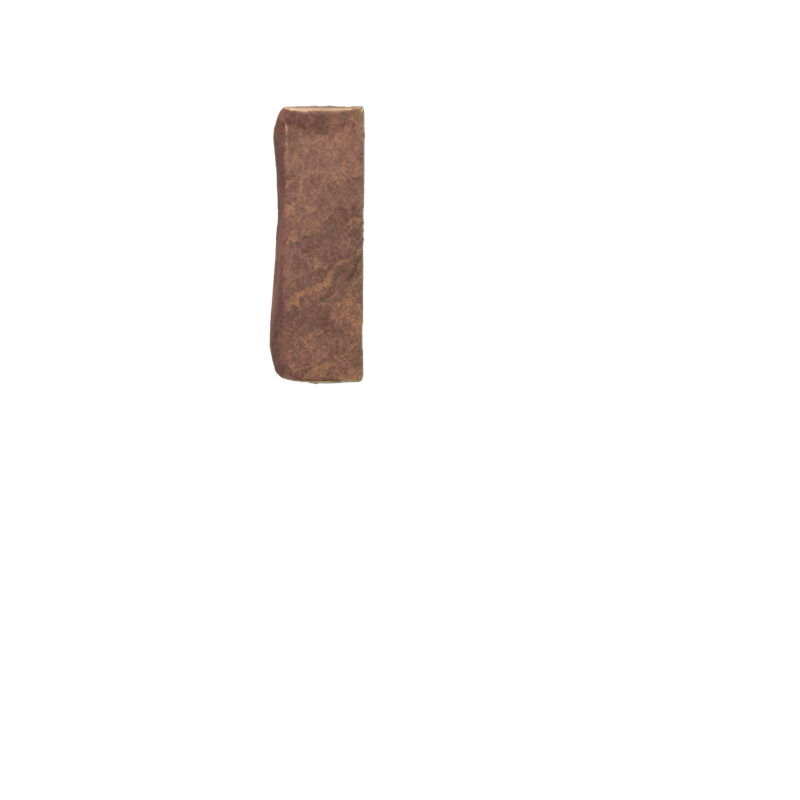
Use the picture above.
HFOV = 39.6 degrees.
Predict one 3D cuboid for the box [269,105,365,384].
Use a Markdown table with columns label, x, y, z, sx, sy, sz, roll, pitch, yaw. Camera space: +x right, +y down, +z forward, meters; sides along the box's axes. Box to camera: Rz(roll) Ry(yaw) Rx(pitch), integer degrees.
| label | x | y | z | sx | sy | sz | roll | pitch | yaw |
| --- | --- | --- | --- | --- | --- | --- | --- | --- | --- |
| box | -0.072 | -0.132 | 0.921 | 0.071 | 0.212 | 0.167 | 0 | 5 | -8 |
